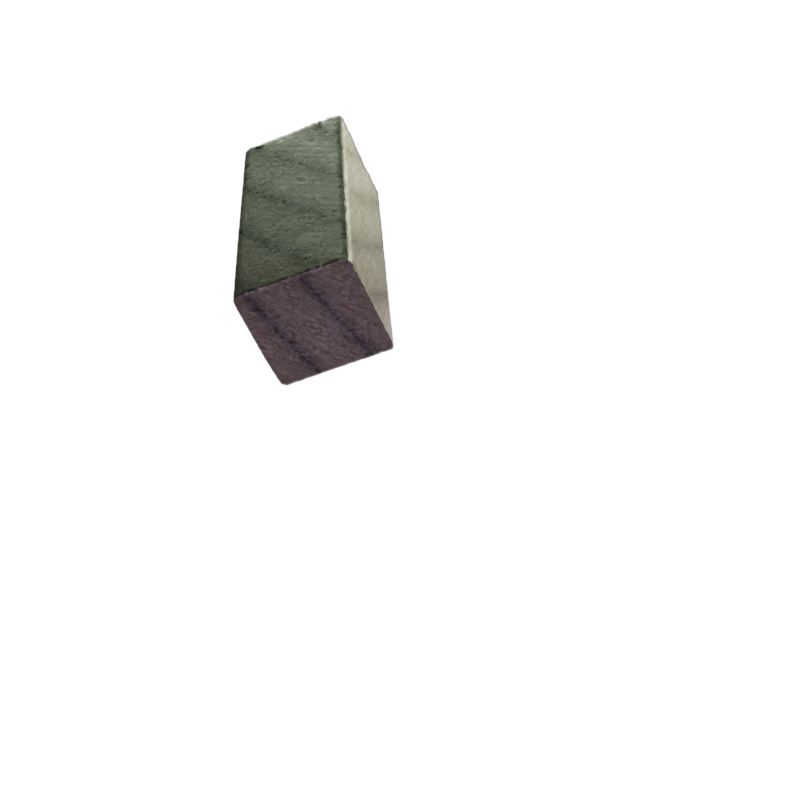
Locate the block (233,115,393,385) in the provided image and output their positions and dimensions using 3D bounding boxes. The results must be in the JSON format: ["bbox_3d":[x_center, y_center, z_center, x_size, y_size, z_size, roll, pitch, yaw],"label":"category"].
[{"bbox_3d":[-0.068,-0.123,0.860,0.091,0.084,0.221,-19,38,12],"label":"block"}]
